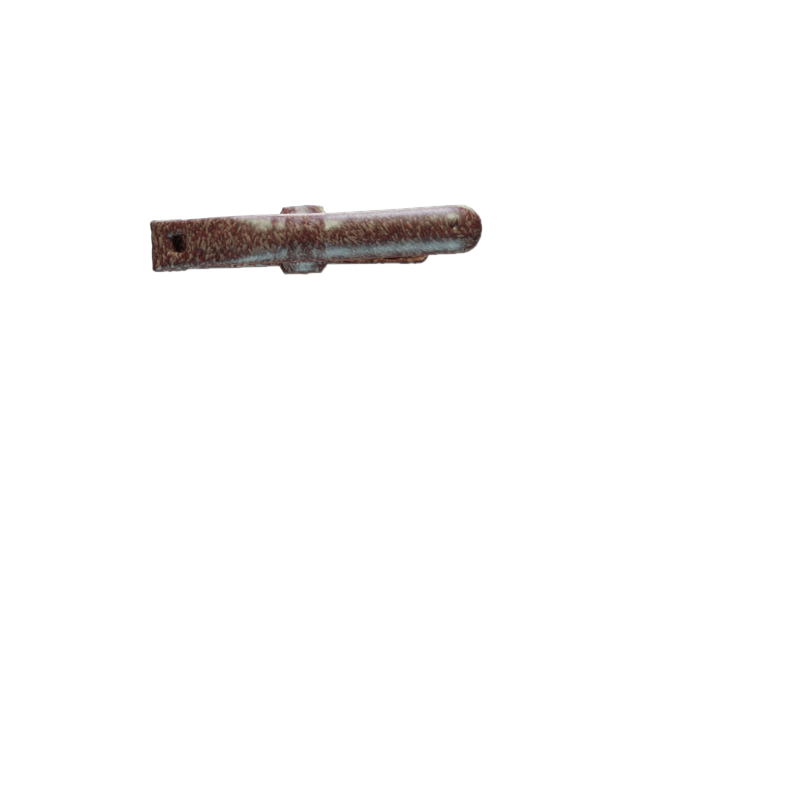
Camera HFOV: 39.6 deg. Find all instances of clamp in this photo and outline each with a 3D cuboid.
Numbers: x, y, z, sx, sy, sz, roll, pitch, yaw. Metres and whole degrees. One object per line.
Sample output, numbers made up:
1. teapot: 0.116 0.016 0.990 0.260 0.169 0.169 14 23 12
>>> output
1. clamp: -0.048 -0.087 0.608 0.171 0.040 0.118 0 -2 0
